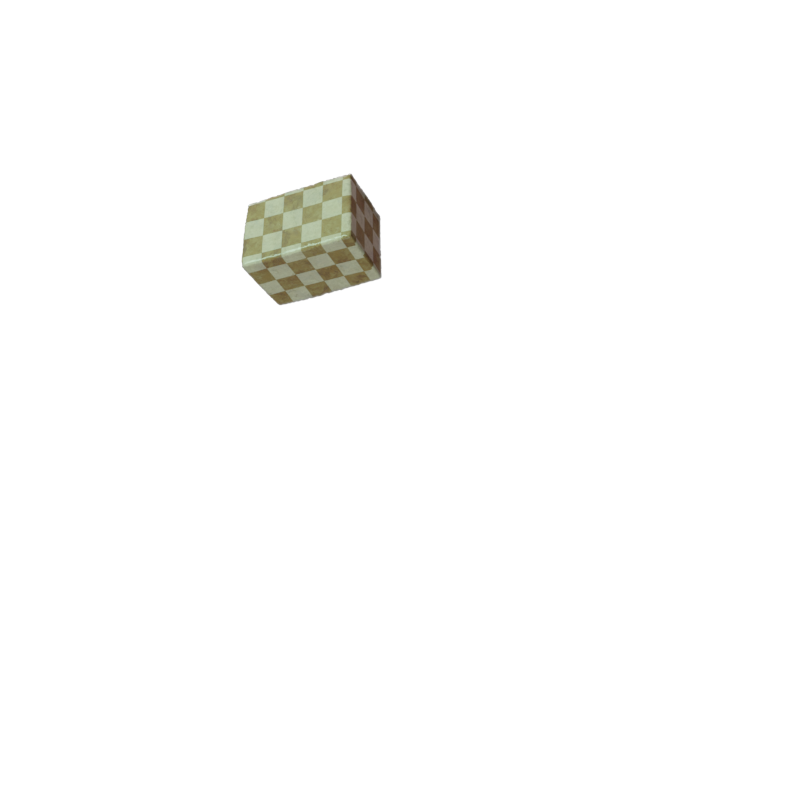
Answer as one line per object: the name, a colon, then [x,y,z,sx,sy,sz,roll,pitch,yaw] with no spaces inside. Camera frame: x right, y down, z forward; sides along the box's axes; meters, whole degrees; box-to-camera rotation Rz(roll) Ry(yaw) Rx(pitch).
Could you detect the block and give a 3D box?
block: [-0.057,-0.104,0.726,0.079,0.055,0.049,-14,-35,19]
